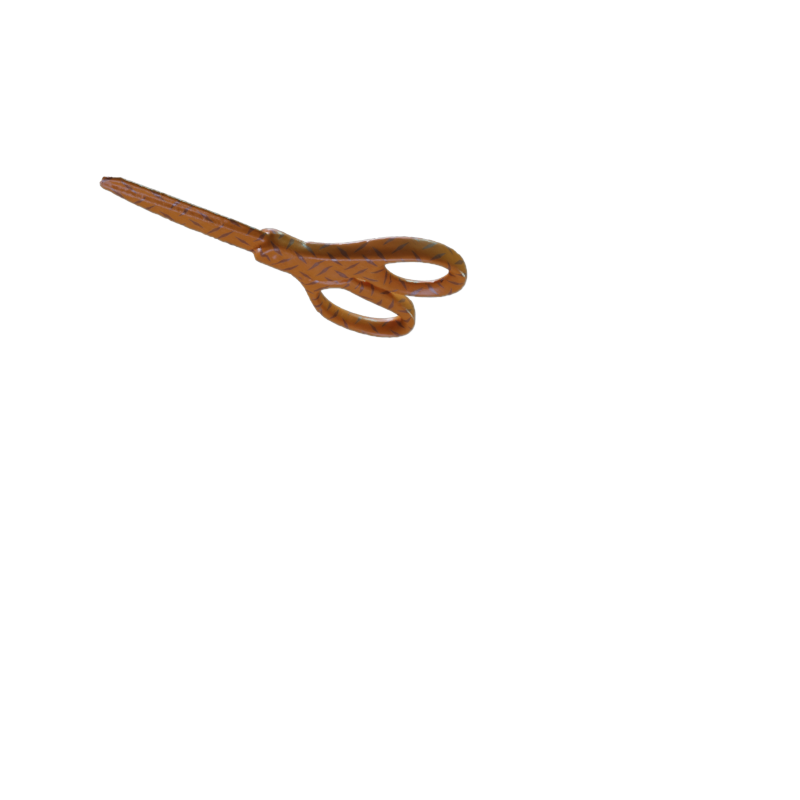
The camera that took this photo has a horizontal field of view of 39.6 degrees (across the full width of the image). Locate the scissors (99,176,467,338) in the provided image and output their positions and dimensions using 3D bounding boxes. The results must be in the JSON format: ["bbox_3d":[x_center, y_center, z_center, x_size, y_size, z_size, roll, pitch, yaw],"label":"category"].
[{"bbox_3d":[-0.043,-0.079,0.554,0.097,0.017,0.188,-19,-32,32],"label":"scissors"}]
